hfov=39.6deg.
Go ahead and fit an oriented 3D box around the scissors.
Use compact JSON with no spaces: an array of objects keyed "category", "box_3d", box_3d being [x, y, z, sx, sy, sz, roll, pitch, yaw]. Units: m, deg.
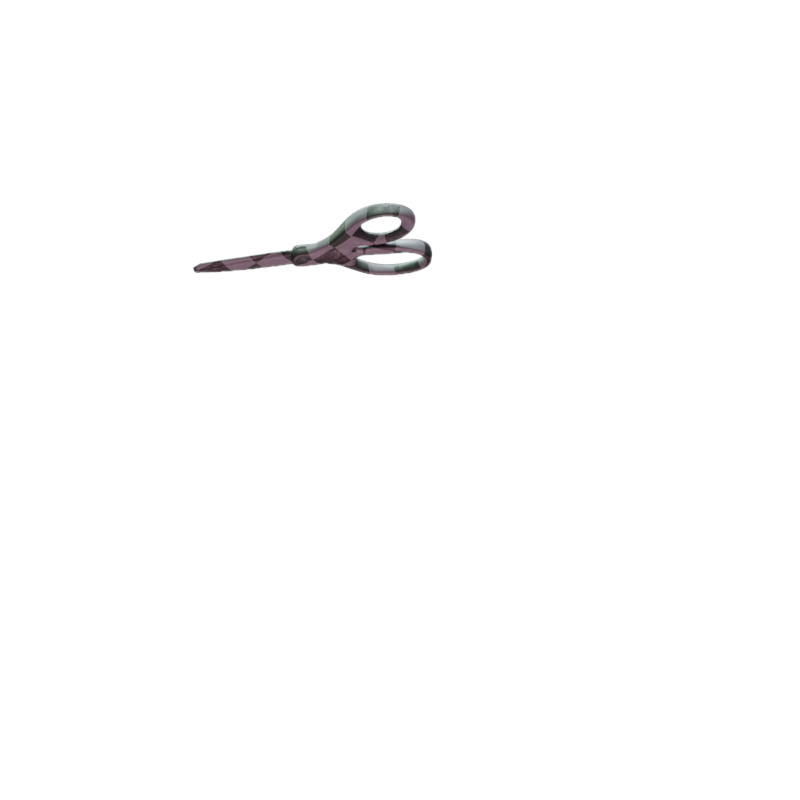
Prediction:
[{"category":"scissors","box_3d":[-0.072,-0.131,0.920,0.201,0.017,0.090,2,-32,-3]}]
